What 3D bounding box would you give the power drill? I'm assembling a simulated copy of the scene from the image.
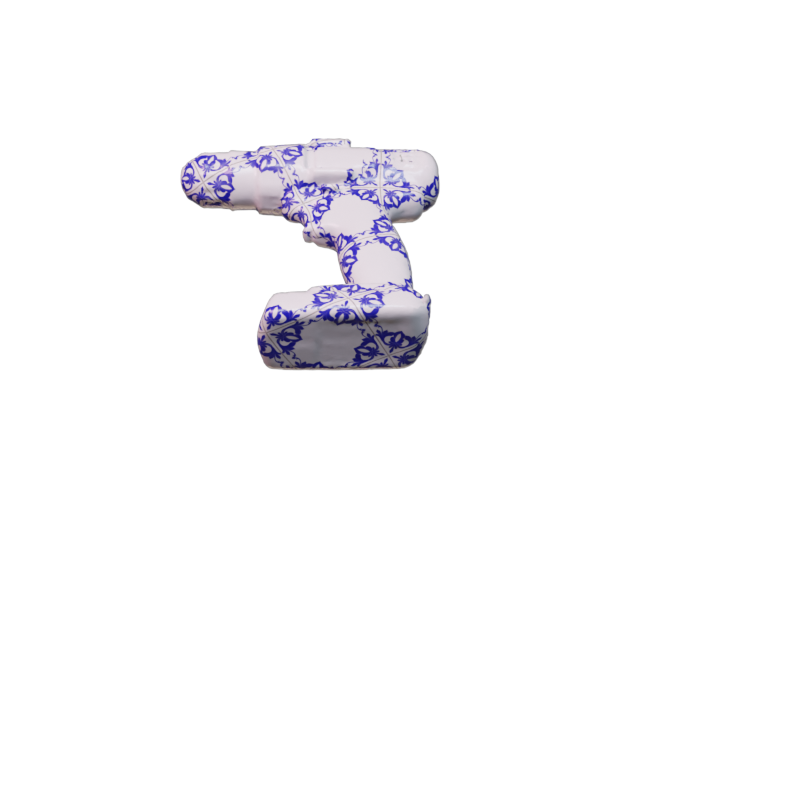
[{"bbox_3d":[-0.058,-0.106,0.741,0.184,0.202,0.053,-2,-43,-3],"label":"power drill"}]
